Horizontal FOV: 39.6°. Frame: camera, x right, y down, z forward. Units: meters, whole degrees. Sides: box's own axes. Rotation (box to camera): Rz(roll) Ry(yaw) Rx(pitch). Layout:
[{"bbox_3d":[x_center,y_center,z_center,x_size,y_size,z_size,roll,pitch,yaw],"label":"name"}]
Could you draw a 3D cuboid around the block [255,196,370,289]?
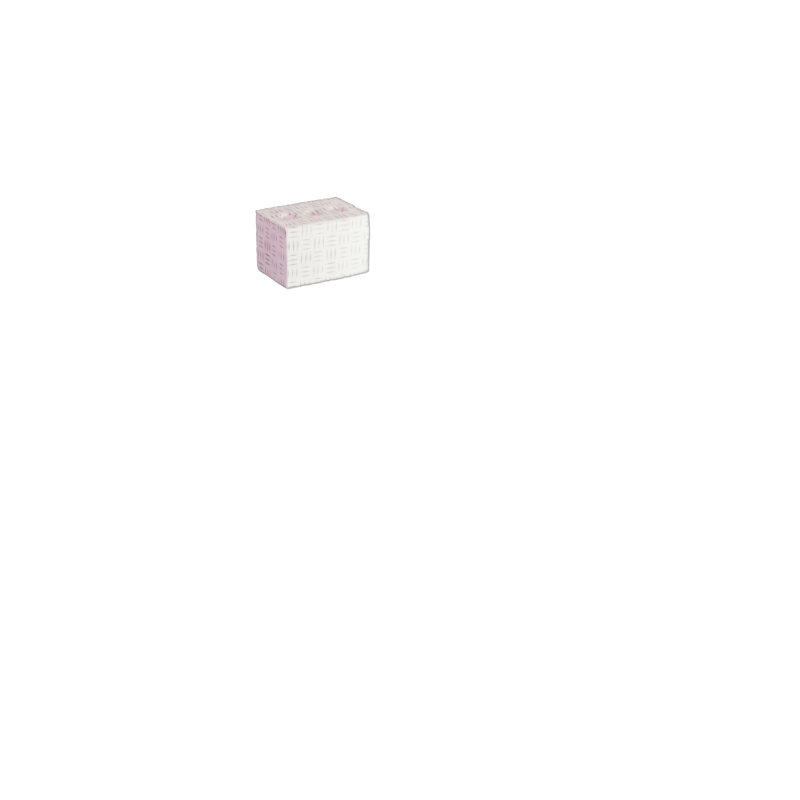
[{"bbox_3d":[-0.069,-0.126,0.881,0.076,0.049,0.056,-14,27,-29],"label":"block"}]
